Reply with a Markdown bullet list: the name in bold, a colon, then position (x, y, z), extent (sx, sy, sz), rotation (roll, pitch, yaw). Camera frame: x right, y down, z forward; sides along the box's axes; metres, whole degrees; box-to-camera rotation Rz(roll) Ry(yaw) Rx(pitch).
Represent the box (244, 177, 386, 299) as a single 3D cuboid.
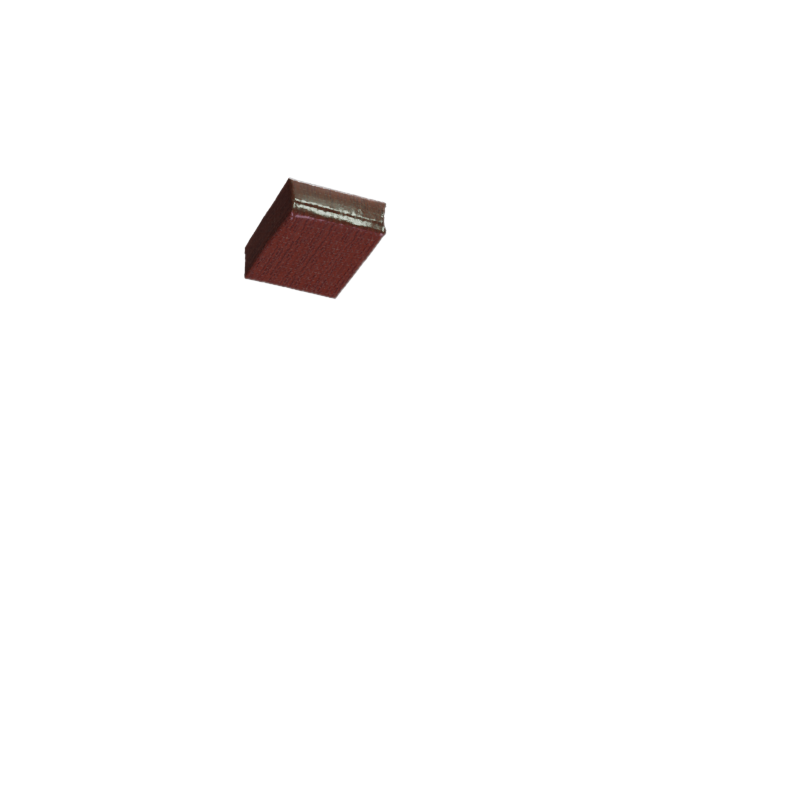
- **box**: position (-0.075, -0.136, 0.954), extent (0.087, 0.041, 0.110), rotation (12, -30, -22)
